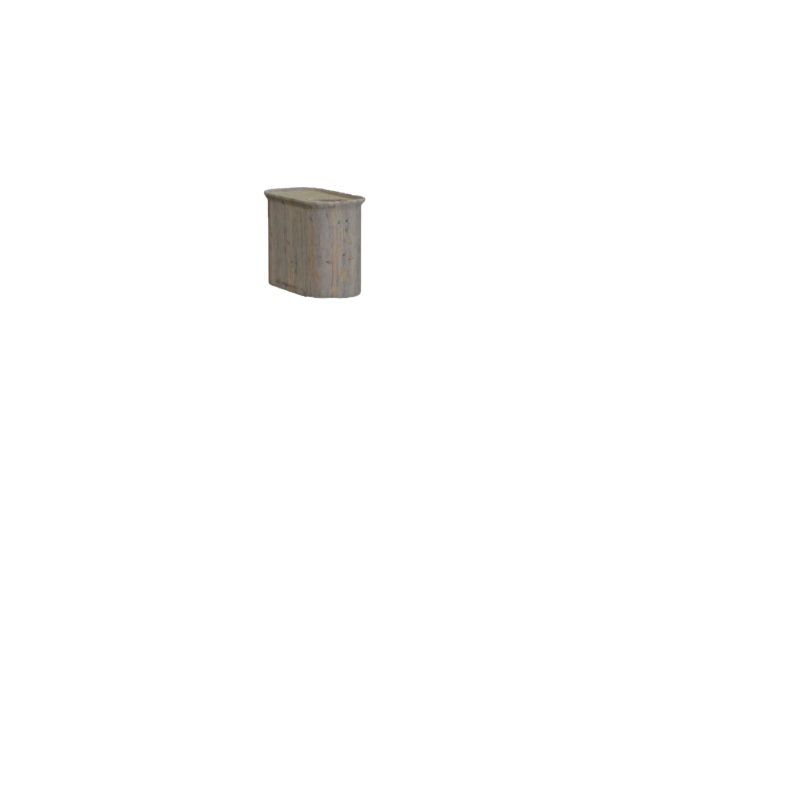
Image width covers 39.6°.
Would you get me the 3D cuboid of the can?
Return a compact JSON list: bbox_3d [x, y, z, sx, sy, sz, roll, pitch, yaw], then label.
[{"bbox_3d":[-0.075,-0.137,0.959,0.056,0.082,0.108,-7,16,-33],"label":"can"}]
